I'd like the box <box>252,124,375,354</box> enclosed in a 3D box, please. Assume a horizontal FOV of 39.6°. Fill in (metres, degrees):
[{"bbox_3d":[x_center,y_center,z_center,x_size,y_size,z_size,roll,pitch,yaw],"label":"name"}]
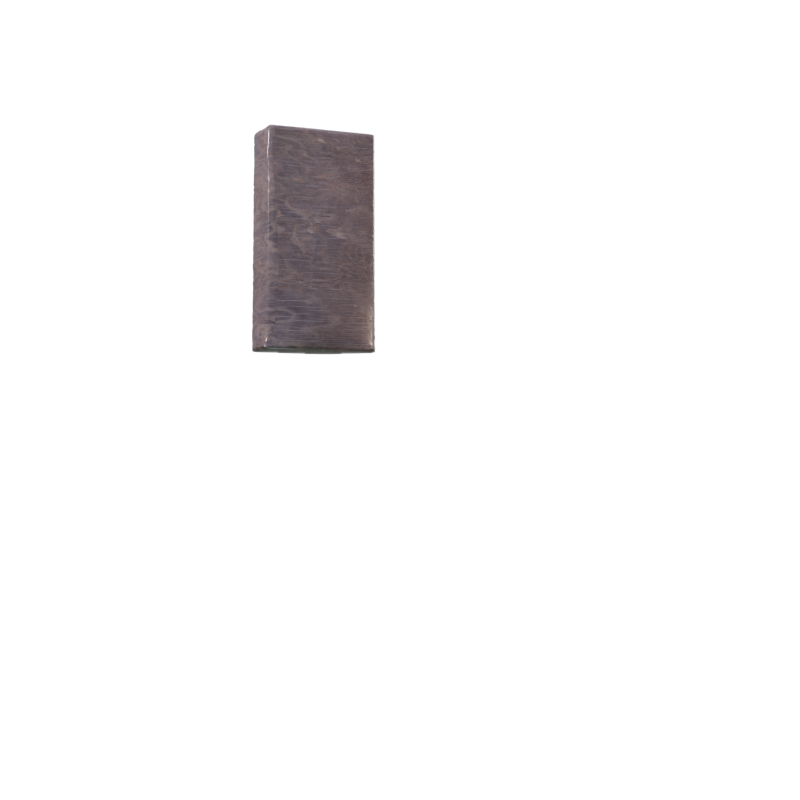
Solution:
[{"bbox_3d":[-0.069,-0.126,0.882,0.090,0.180,0.048,3,-9,-24],"label":"box"}]
